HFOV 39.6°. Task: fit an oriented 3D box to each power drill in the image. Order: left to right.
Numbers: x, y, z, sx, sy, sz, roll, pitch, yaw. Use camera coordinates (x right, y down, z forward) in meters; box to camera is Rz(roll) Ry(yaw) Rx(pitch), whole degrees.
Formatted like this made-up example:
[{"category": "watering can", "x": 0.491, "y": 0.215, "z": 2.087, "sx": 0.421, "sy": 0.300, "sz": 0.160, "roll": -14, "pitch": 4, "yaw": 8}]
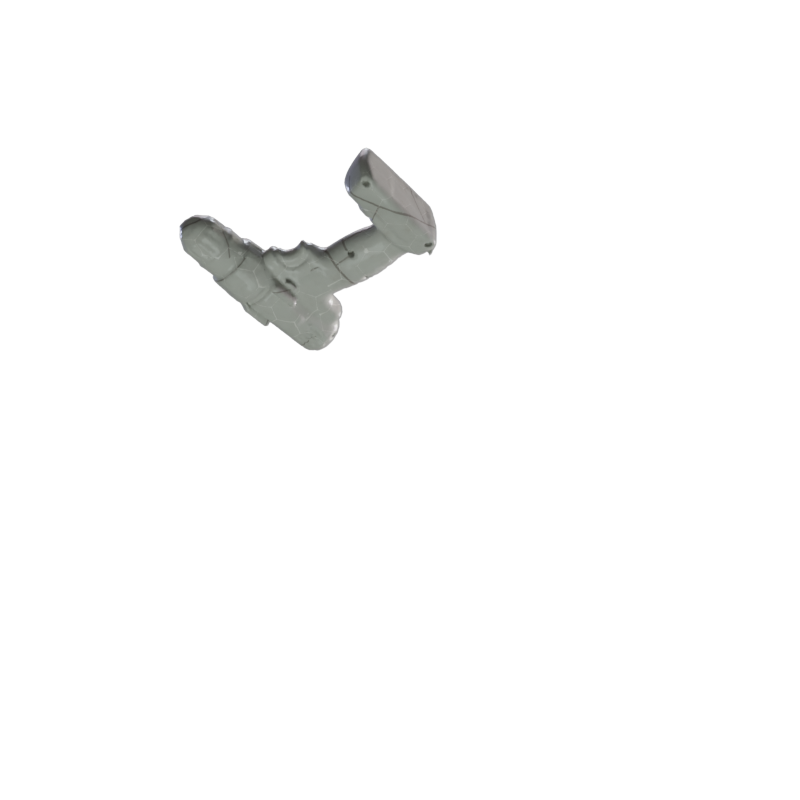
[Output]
[{"category": "power drill", "x": -0.077, "y": -0.140, "z": 0.984, "sx": 0.186, "sy": 0.062, "sz": 0.173, "roll": -33, "pitch": -54, "yaw": 27}]
